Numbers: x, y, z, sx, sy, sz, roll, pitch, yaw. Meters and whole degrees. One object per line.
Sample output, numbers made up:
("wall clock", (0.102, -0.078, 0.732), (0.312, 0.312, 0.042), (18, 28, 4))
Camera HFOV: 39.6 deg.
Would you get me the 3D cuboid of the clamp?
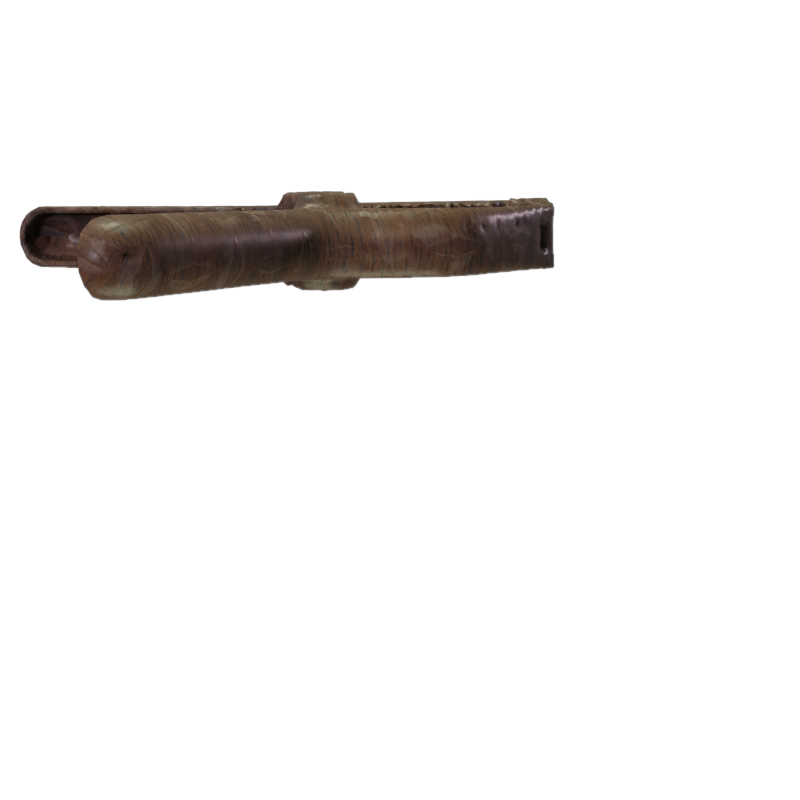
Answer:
("clamp", (-0.032, -0.058, 0.405), (0.206, 0.036, 0.171), (-3, 12, -15))
